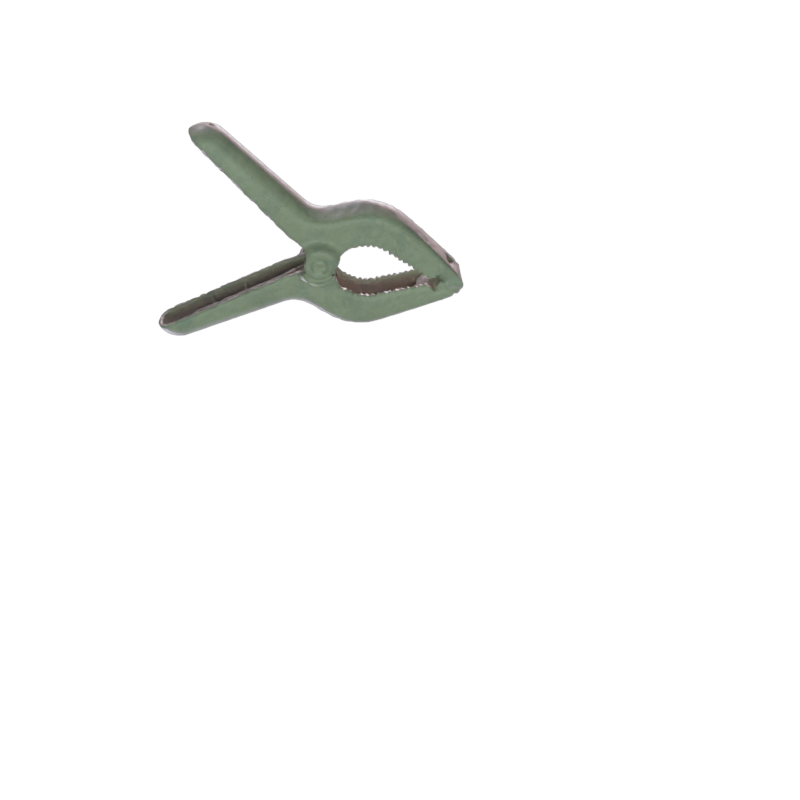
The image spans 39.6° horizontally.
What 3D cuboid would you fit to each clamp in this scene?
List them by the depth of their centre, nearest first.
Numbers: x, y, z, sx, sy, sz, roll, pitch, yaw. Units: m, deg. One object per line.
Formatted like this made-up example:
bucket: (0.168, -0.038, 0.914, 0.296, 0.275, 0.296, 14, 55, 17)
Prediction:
clamp: (-0.059, -0.108, 0.758, 0.209, 0.155, 0.039, 4, 34, -3)
